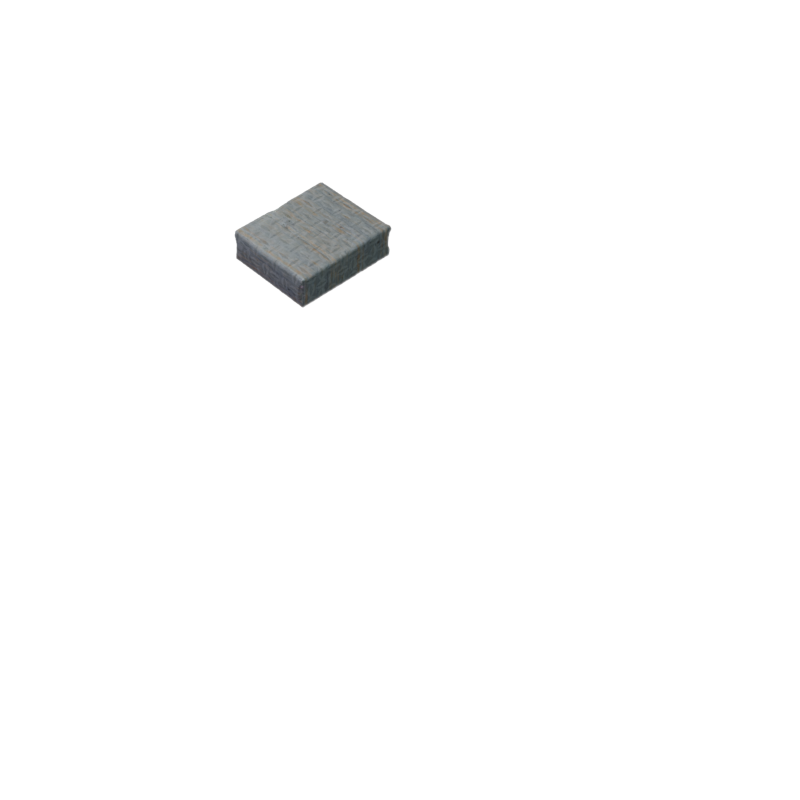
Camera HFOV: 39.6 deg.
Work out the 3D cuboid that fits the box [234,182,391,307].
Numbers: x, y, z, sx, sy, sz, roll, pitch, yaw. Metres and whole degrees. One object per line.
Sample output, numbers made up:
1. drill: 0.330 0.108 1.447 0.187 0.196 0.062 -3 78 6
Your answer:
1. box: -0.062 -0.114 0.798 0.090 0.028 0.078 -34 54 -30
